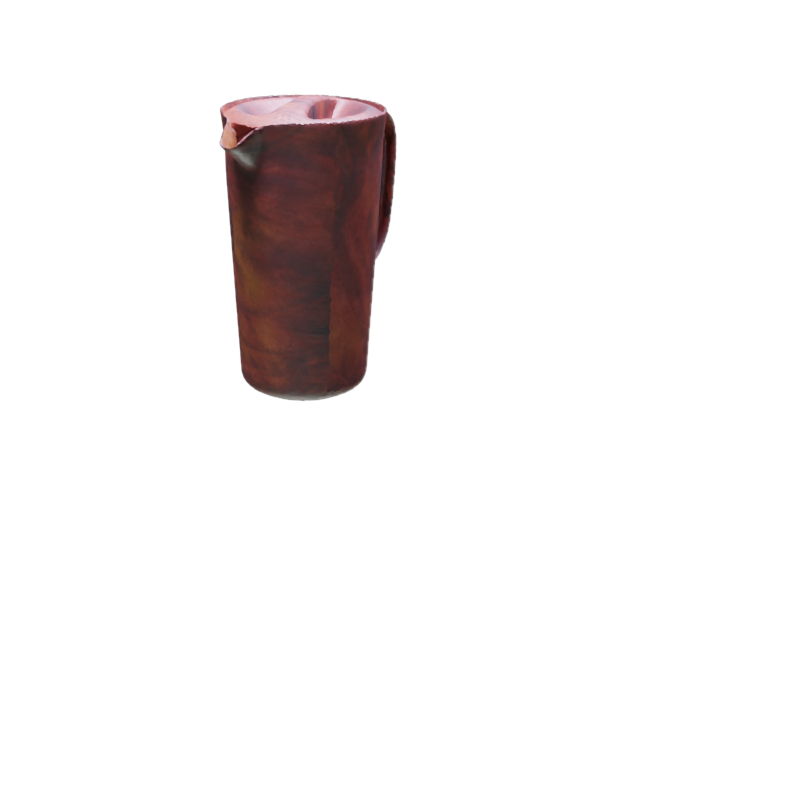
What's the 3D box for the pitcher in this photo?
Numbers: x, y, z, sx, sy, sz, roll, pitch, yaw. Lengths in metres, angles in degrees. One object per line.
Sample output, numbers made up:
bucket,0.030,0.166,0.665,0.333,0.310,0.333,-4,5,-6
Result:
pitcher,-0.072,-0.132,0.926,0.148,0.233,0.152,-1,20,-4
